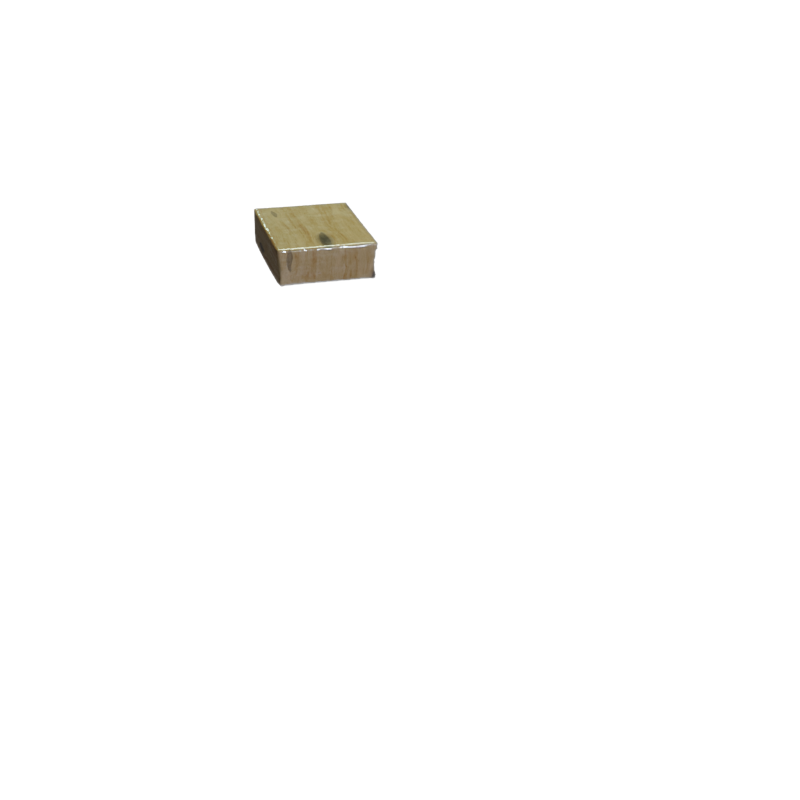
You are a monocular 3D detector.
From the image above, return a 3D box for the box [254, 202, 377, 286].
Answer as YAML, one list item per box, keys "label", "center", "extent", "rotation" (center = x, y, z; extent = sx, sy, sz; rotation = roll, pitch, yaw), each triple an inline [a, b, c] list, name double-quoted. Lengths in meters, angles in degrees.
- label: "box"
  center: [-0.078, -0.143, 0.999]
  extent: [0.089, 0.037, 0.122]
  rotation: [-7, 30, -14]
